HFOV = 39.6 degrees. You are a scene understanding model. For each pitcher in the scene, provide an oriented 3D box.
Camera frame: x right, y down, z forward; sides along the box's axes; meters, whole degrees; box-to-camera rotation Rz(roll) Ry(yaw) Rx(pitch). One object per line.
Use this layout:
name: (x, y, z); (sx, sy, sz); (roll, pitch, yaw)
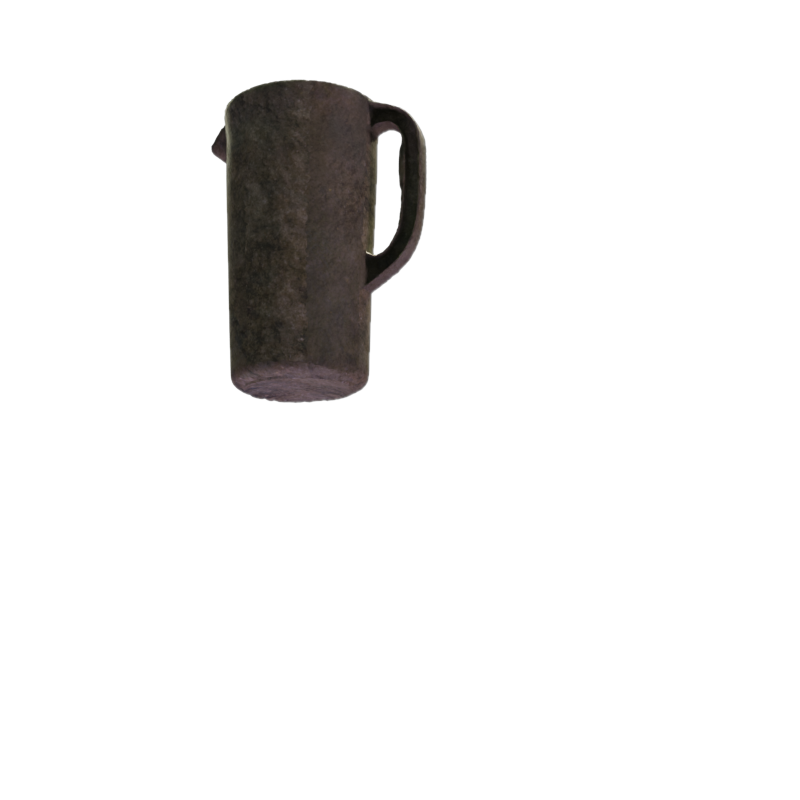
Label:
pitcher: (-0.070, -0.128, 0.895); (0.140, 0.254, 0.148); (8, -20, -25)
